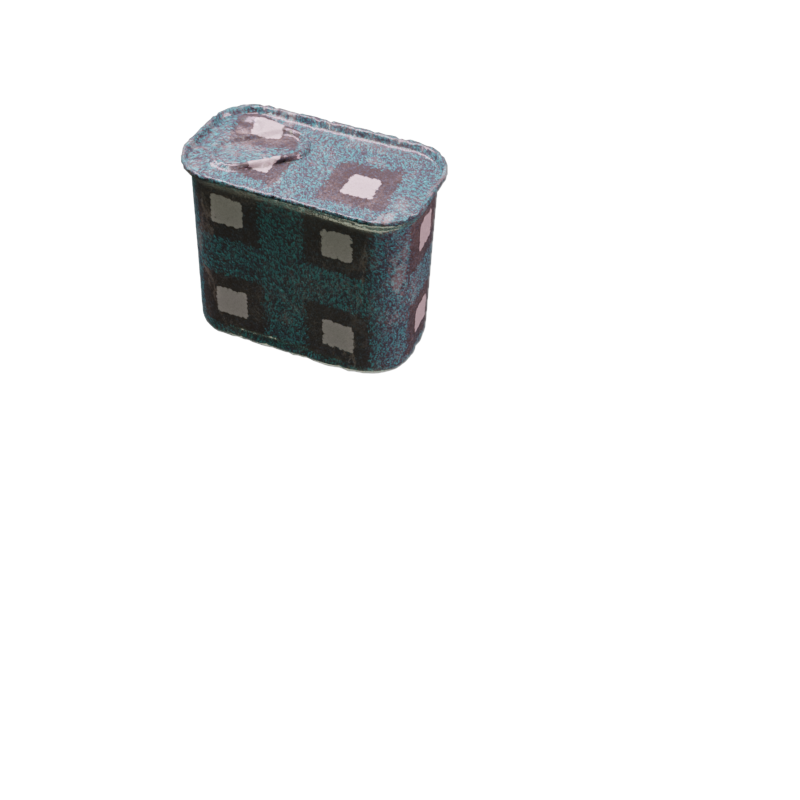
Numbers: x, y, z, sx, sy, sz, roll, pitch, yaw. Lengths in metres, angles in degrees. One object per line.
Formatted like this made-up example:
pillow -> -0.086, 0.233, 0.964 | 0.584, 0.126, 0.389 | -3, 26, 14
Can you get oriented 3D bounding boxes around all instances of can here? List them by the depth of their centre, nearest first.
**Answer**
can -> -0.036, -0.065, 0.456 | 0.105, 0.078, 0.060 | 18, 44, 17
